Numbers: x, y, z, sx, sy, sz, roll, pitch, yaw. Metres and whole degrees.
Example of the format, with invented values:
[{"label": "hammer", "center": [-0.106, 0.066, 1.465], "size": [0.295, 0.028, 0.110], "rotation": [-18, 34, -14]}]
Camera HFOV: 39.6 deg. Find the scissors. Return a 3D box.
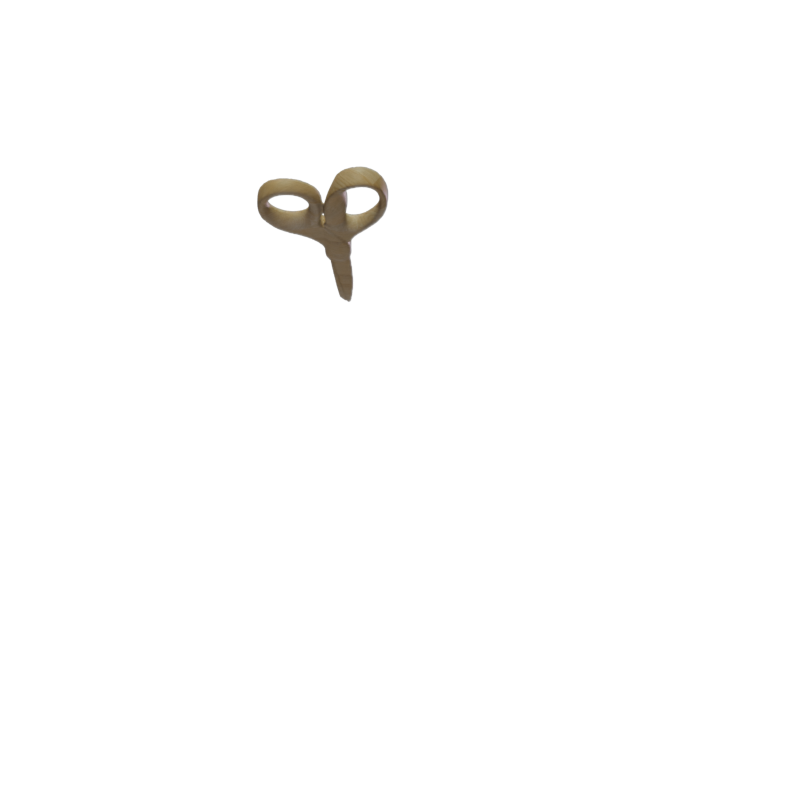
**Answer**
[{"label": "scissors", "center": [-0.062, -0.114, 0.795], "size": [0.095, 0.017, 0.195], "rotation": [5, -20, -13]}]
